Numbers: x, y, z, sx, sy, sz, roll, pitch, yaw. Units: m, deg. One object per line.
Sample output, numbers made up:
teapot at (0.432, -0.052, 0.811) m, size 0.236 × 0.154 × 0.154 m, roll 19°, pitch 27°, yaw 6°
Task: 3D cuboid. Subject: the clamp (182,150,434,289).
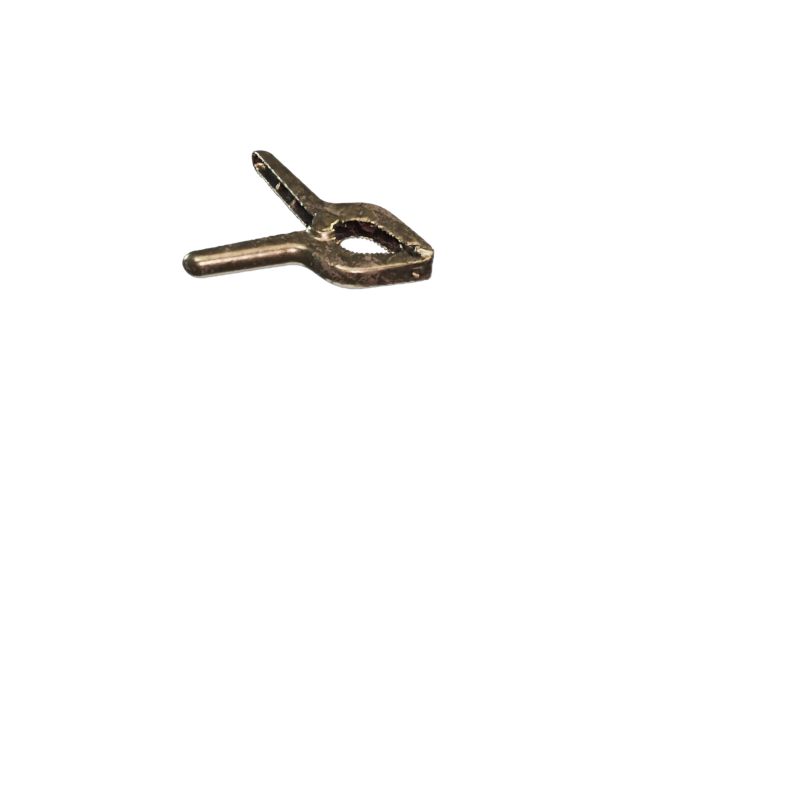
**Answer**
clamp at (-0.076, -0.139, 0.976) m, size 0.218 × 0.170 × 0.034 m, roll 21°, pitch -38°, yaw 17°
